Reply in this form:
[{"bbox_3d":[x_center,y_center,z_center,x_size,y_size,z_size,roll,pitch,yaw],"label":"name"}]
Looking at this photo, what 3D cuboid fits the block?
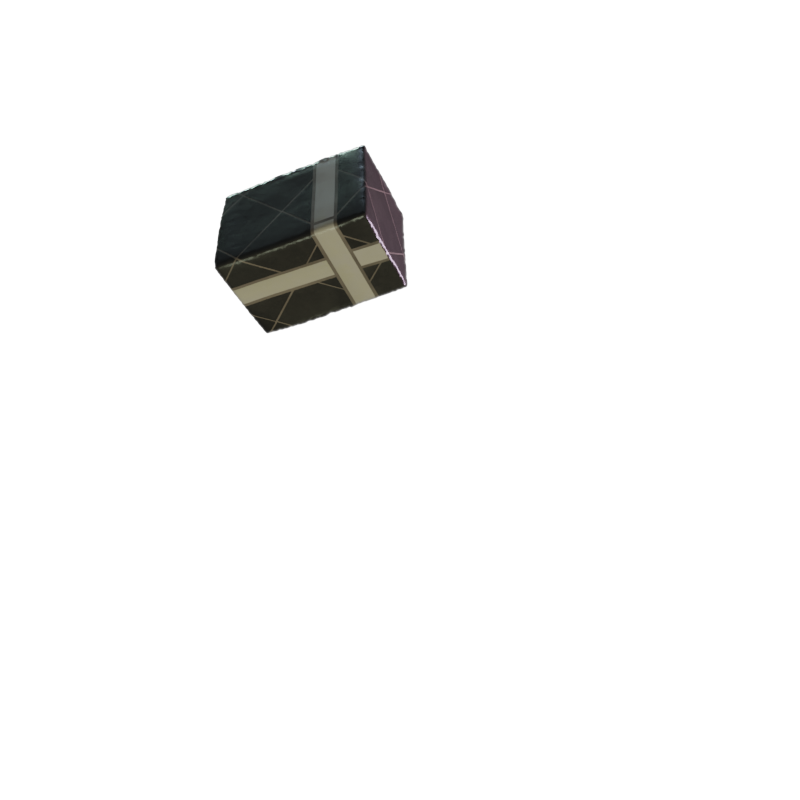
[{"bbox_3d":[-0.042,-0.076,0.534,0.078,0.055,0.049,-18,-46,16],"label":"block"}]
